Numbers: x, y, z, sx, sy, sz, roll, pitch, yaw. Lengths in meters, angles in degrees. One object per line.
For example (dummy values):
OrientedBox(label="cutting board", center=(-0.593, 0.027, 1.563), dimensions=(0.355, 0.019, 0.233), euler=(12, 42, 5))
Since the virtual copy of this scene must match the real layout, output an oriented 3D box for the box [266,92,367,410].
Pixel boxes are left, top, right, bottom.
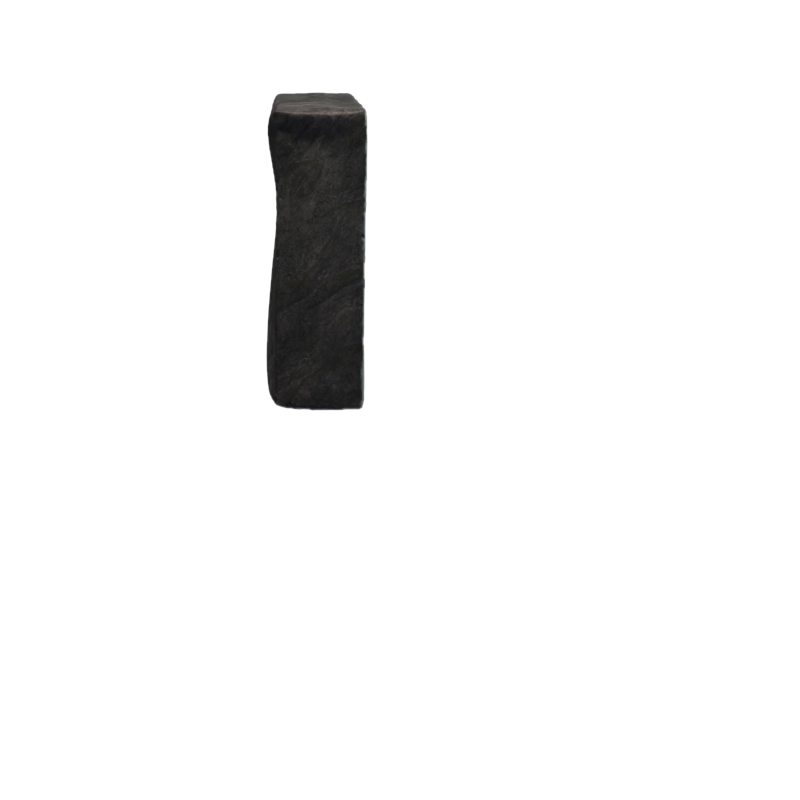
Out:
OrientedBox(label="box", center=(-0.065, -0.119, 0.837), dimensions=(0.071, 0.207, 0.170), euler=(0, 15, -6))
